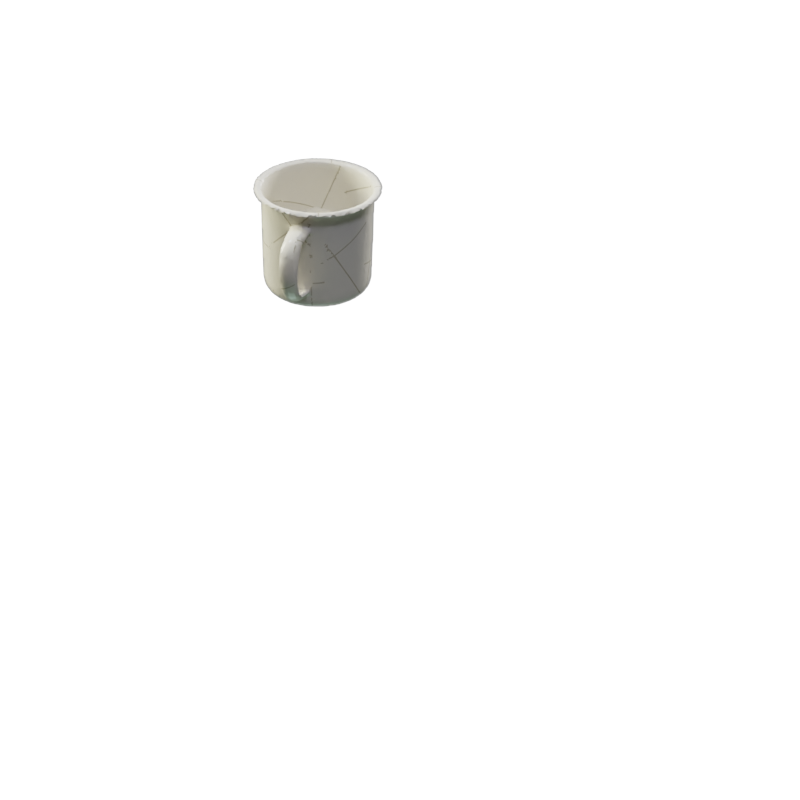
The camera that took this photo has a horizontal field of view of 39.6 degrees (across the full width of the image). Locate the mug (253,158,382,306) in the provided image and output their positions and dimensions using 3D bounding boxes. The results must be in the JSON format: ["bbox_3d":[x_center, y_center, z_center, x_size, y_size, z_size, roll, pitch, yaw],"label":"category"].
[{"bbox_3d":[-0.063,-0.115,0.809,0.095,0.076,0.123,8,35,10],"label":"mug"}]
